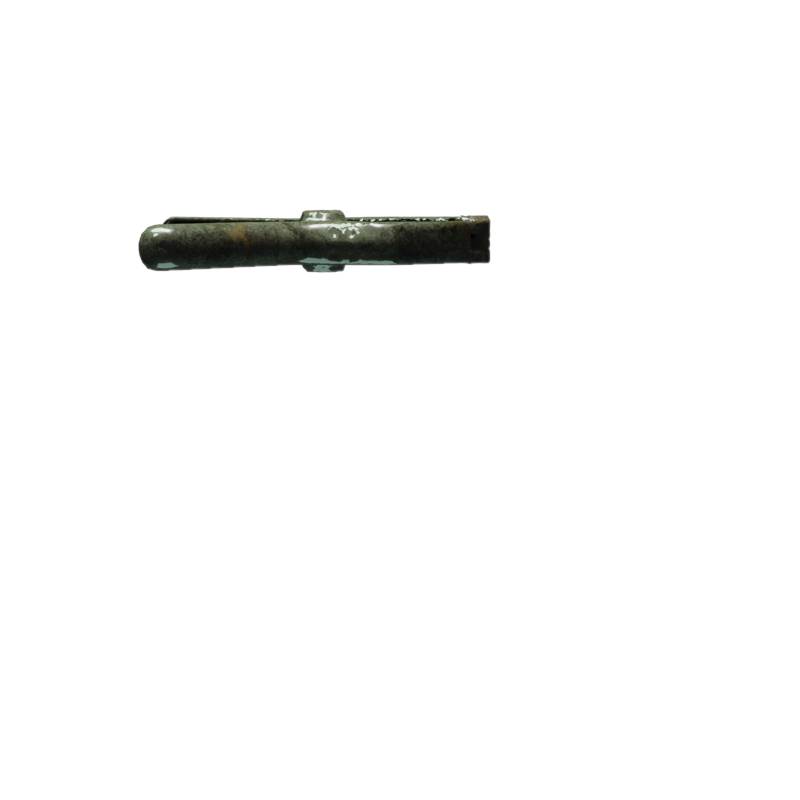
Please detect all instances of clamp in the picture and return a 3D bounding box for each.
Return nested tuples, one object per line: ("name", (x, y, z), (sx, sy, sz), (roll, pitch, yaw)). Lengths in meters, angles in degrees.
("clamp", (-0.051, -0.093, 0.649), (0.211, 0.036, 0.167), (0, 12, 1))
